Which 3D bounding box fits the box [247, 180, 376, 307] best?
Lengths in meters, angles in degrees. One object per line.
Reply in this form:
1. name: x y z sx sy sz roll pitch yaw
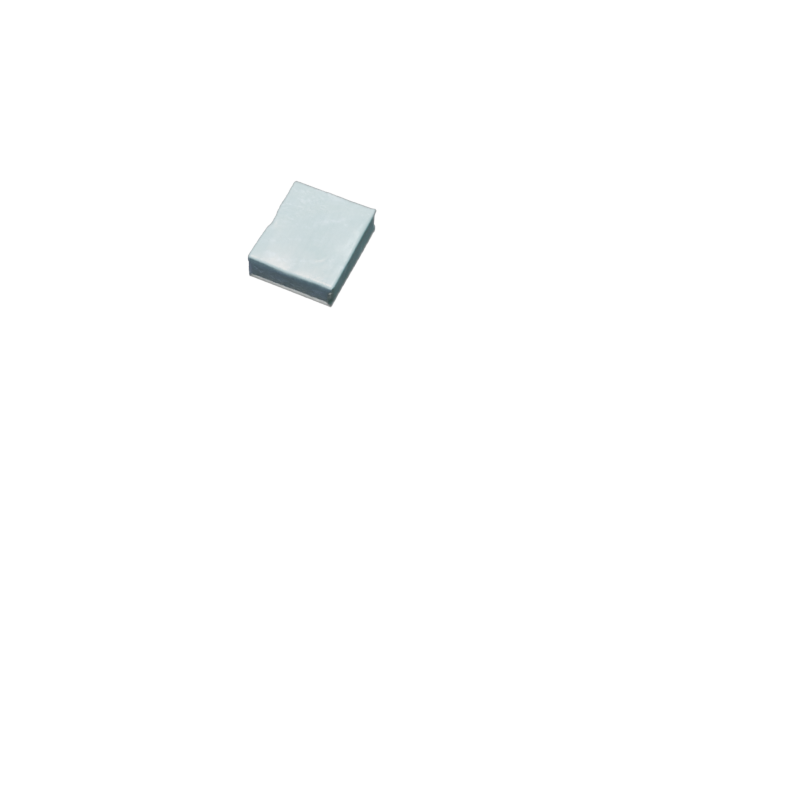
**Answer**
1. box: -0.069 -0.126 0.881 0.075 0.093 0.028 21 -32 13
